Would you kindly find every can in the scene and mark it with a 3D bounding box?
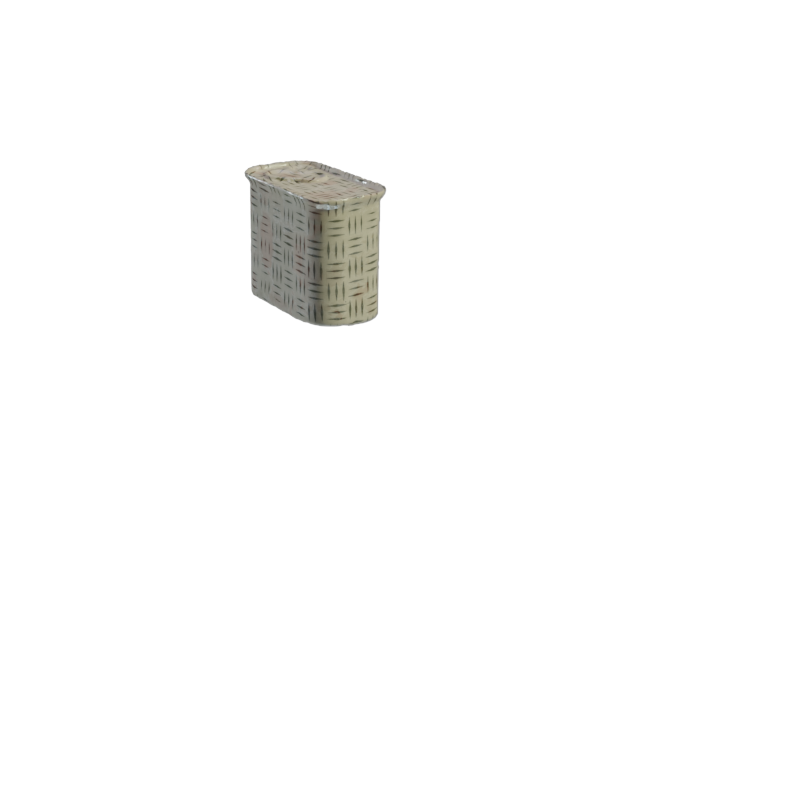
[{"bbox_3d":[-0.056,-0.101,0.709,0.056,0.080,0.109,-13,26,-33],"label":"can"}]
